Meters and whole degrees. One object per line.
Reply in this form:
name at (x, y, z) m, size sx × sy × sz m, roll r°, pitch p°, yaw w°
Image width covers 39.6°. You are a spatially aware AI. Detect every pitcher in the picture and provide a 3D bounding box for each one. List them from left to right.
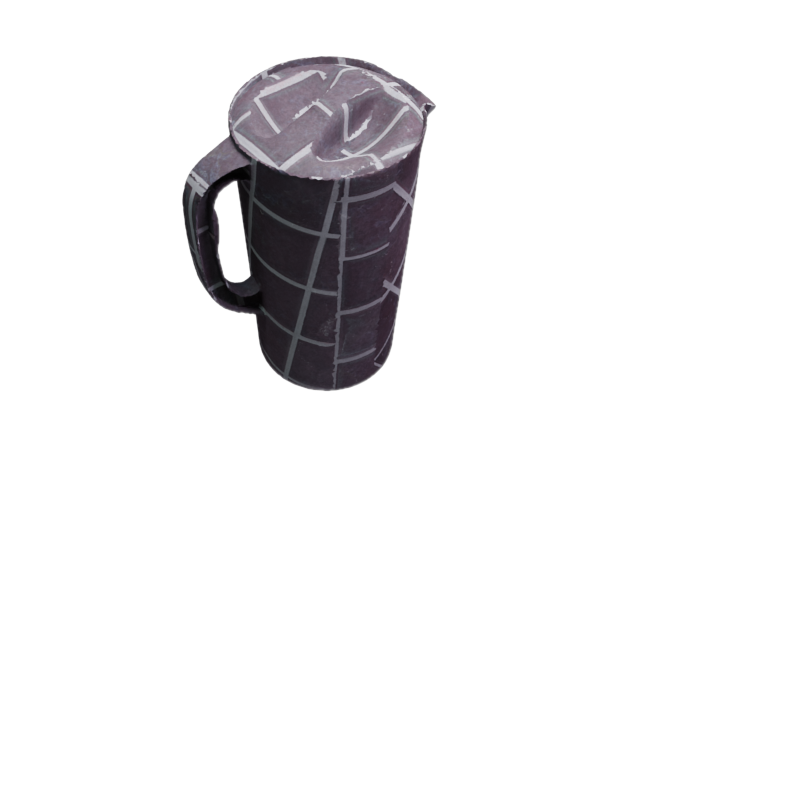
pitcher at (-0.064, -0.116, 0.813) m, size 0.152 × 0.153 × 0.226 m, roll 11°, pitch -42°, yaw 7°
